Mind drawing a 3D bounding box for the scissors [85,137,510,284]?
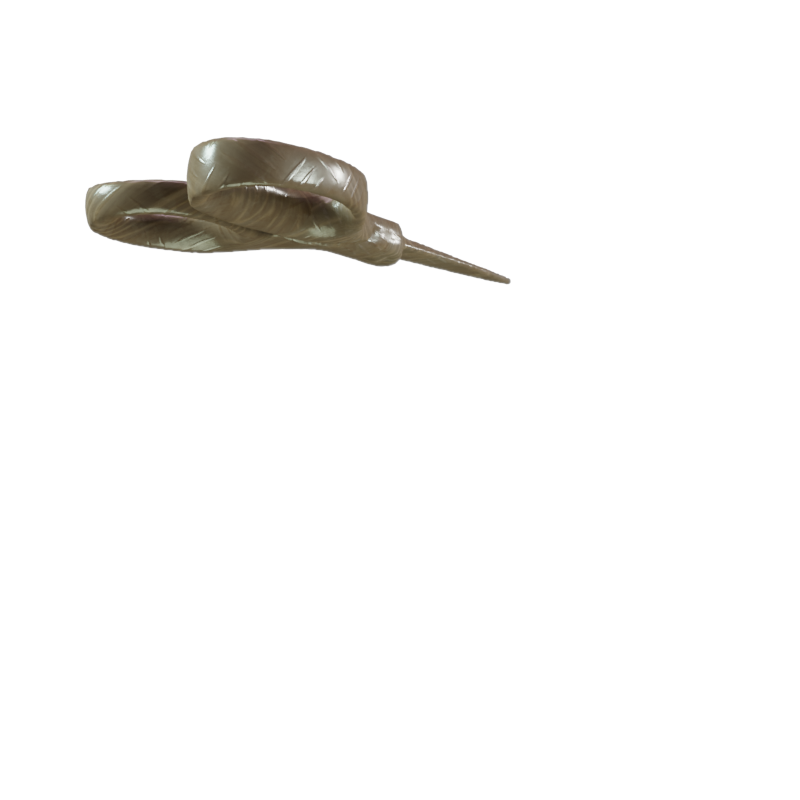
[{"bbox_3d":[-0.030,-0.055,0.385,0.098,0.016,0.193,-2,-5,19],"label":"scissors"}]
